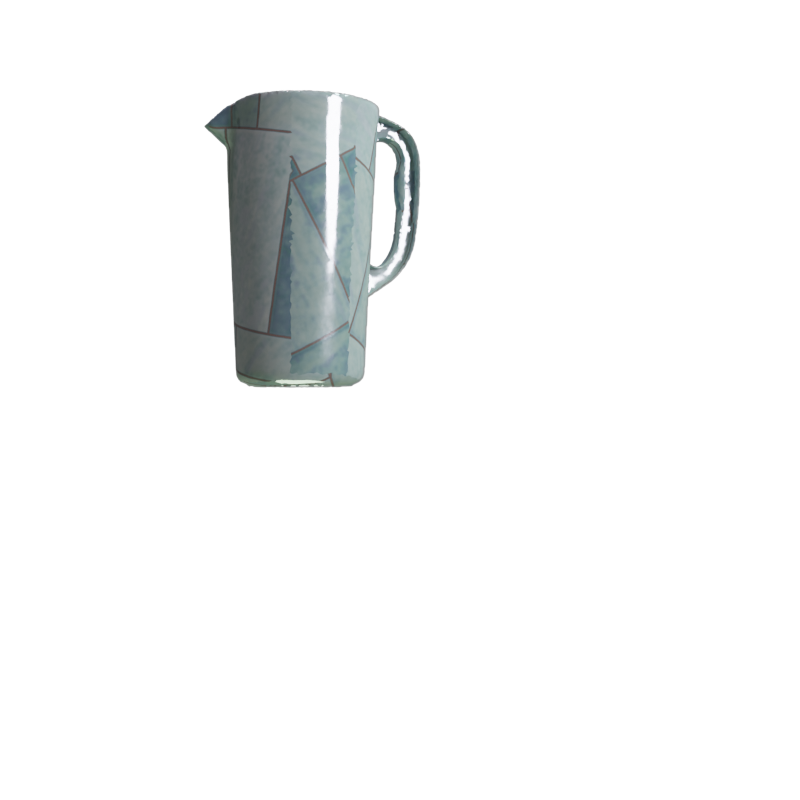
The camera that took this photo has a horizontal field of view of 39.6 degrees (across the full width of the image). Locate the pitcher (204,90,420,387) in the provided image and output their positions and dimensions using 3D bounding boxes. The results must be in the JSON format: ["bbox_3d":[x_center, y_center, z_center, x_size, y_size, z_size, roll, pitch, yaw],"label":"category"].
[{"bbox_3d":[-0.074,-0.134,0.941,0.153,0.246,0.139,-2,-4,24],"label":"pitcher"}]
